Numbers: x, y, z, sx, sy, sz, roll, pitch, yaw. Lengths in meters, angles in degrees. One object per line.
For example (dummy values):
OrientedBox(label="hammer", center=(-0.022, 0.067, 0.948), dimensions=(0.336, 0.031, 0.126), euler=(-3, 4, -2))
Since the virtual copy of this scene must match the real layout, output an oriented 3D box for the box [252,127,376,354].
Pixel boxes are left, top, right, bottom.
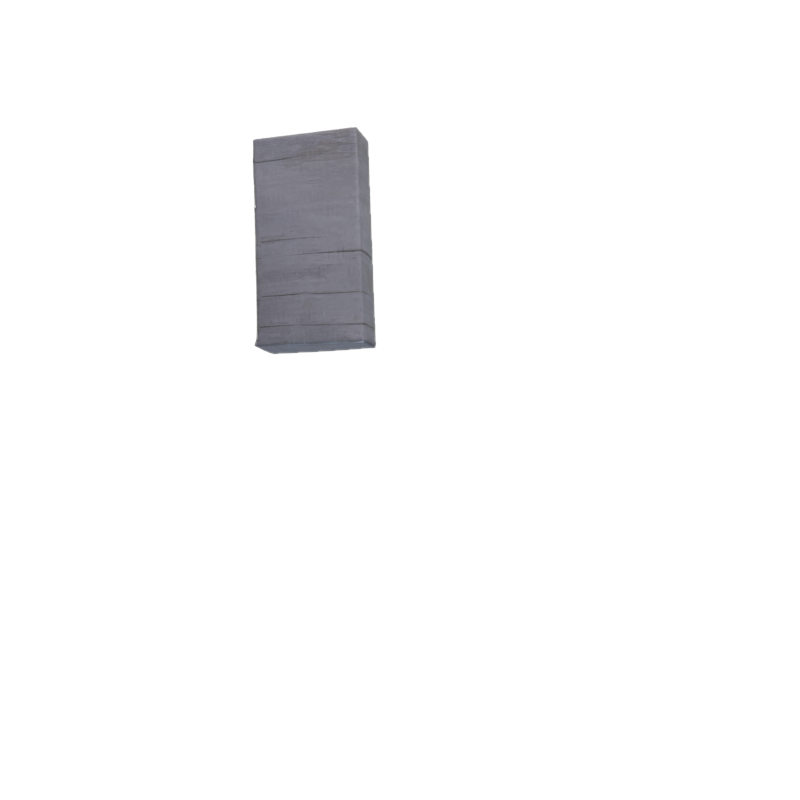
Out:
OrientedBox(label="box", center=(-0.071, -0.129, 0.905), dimensions=(0.095, 0.182, 0.046), euler=(-4, -14, 16))
